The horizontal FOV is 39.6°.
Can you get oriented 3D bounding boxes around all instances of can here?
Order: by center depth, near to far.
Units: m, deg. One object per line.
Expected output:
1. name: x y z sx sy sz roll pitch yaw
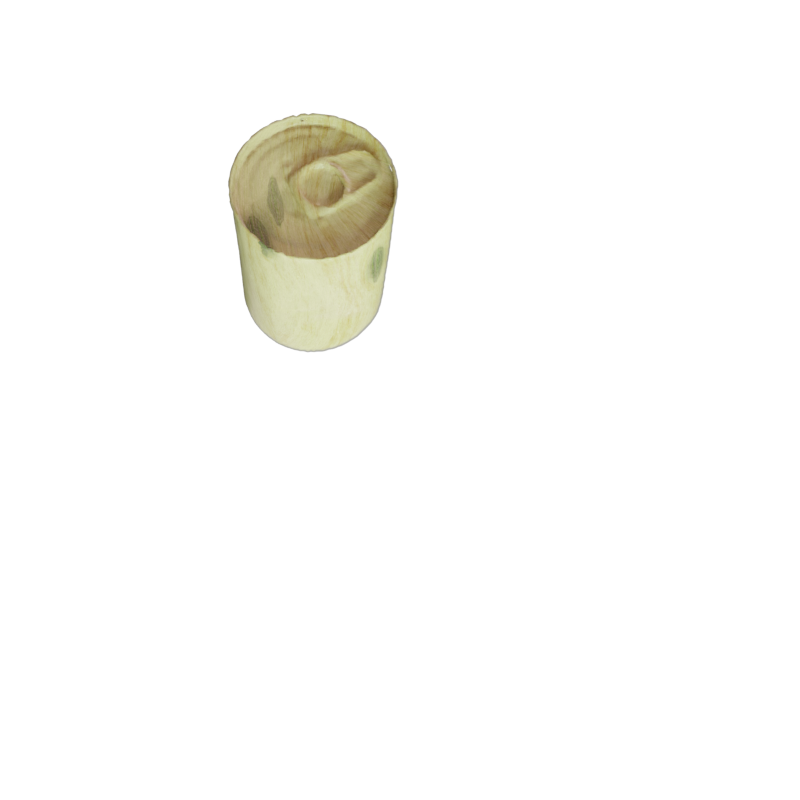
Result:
1. can: -0.038 -0.069 0.487 0.068 0.072 0.097 0 -22 -3
